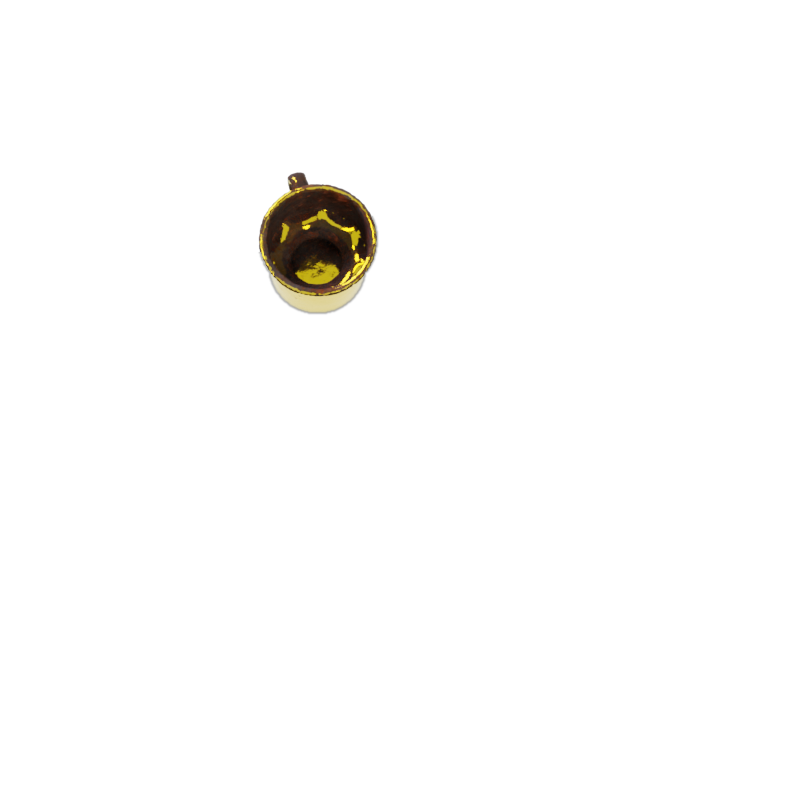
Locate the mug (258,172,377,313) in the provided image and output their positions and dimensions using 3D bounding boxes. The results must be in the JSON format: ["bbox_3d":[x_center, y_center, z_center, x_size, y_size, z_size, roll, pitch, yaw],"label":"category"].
[{"bbox_3d":[-0.071,-0.130,0.908,0.093,0.122,0.078,-18,-15,-7],"label":"mug"}]
